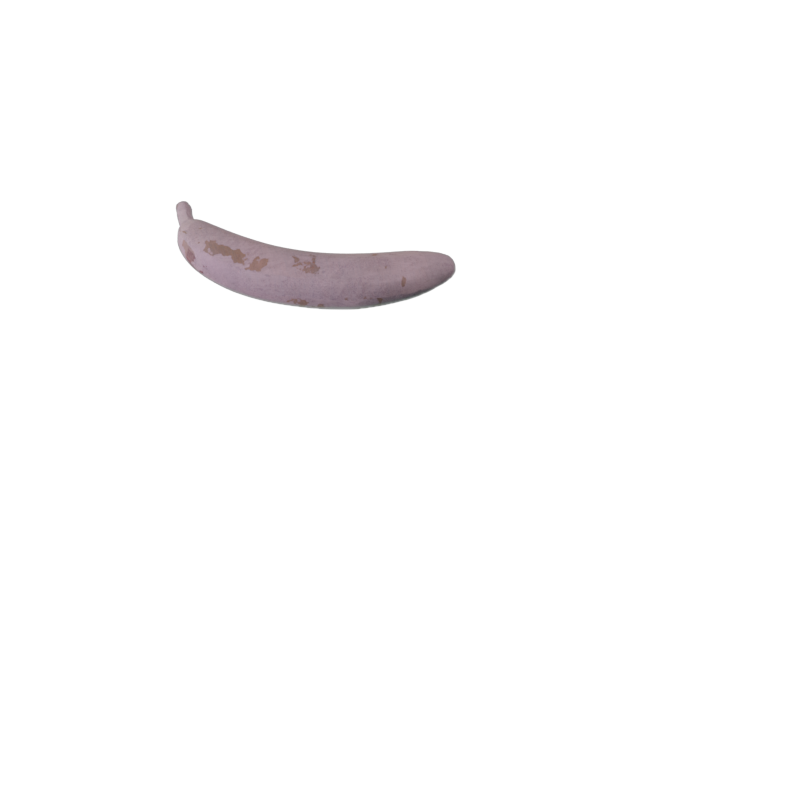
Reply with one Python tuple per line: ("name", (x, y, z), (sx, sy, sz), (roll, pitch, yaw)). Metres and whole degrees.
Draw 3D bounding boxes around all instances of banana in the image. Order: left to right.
("banana", (-0.066, -0.091, 0.725), (0.201, 0.073, 0.034), (14, -34, 10))
